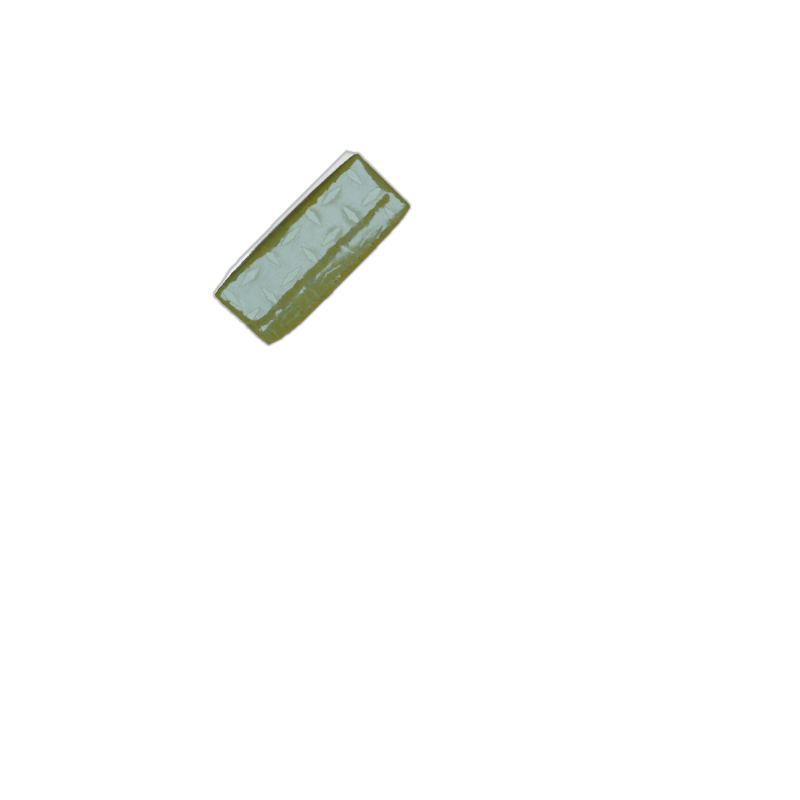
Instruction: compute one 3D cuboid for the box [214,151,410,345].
[{"bbox_3d":[-0.077,-0.140,0.983,0.070,0.164,0.218,45,5,-11],"label":"box"}]
